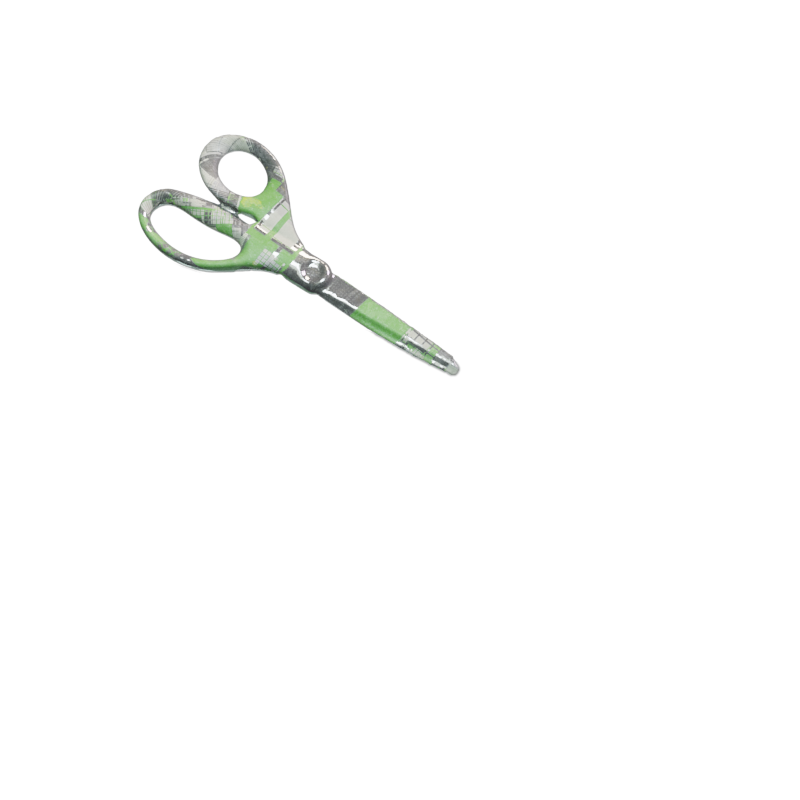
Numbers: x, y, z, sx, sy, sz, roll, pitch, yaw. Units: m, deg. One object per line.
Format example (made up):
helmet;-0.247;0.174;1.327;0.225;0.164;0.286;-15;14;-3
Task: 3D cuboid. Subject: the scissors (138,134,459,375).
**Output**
scissors;-0.050;-0.090;0.634;0.205;0.100;0.015;19;-21;8
